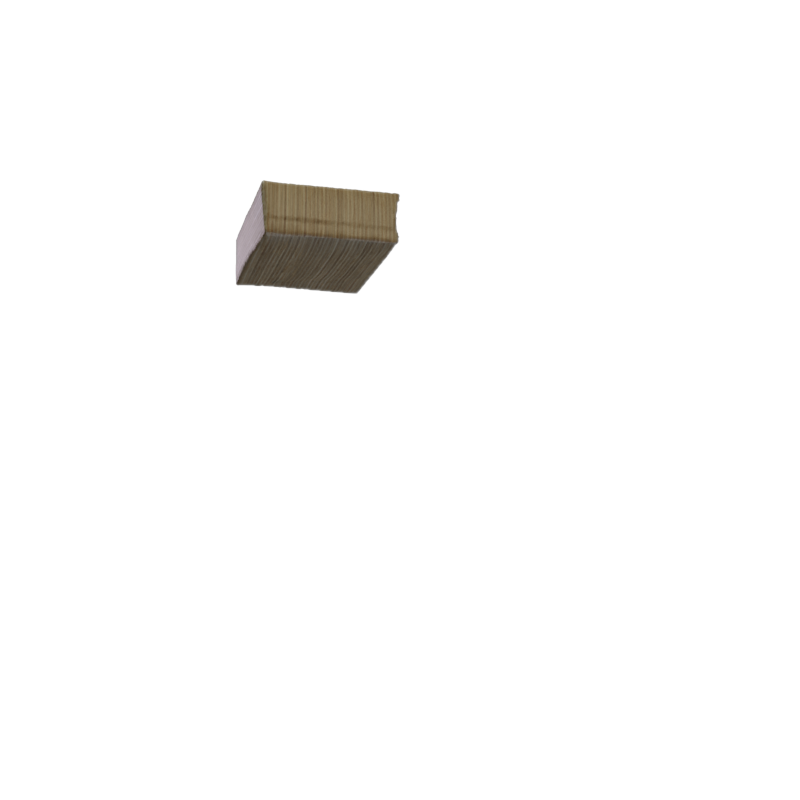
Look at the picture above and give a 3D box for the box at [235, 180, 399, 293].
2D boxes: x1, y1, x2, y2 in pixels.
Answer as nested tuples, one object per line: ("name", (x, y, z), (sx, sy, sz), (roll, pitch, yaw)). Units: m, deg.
("box", (-0.058, -0.105, 0.738), (0.088, 0.040, 0.112), (3, -12, -15))
